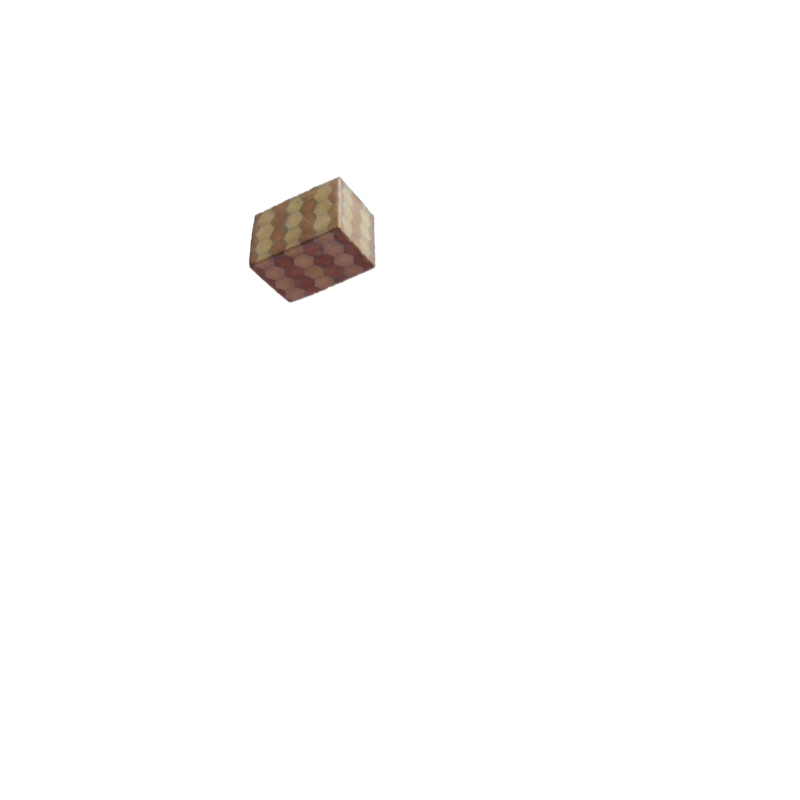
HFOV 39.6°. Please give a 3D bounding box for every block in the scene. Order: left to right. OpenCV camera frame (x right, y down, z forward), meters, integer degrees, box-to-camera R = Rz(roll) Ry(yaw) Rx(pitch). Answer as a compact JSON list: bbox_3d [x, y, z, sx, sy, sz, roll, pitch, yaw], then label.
[{"bbox_3d":[-0.063,-0.116,0.809,0.078,0.055,0.049,-21,-42,23],"label":"block"}]
